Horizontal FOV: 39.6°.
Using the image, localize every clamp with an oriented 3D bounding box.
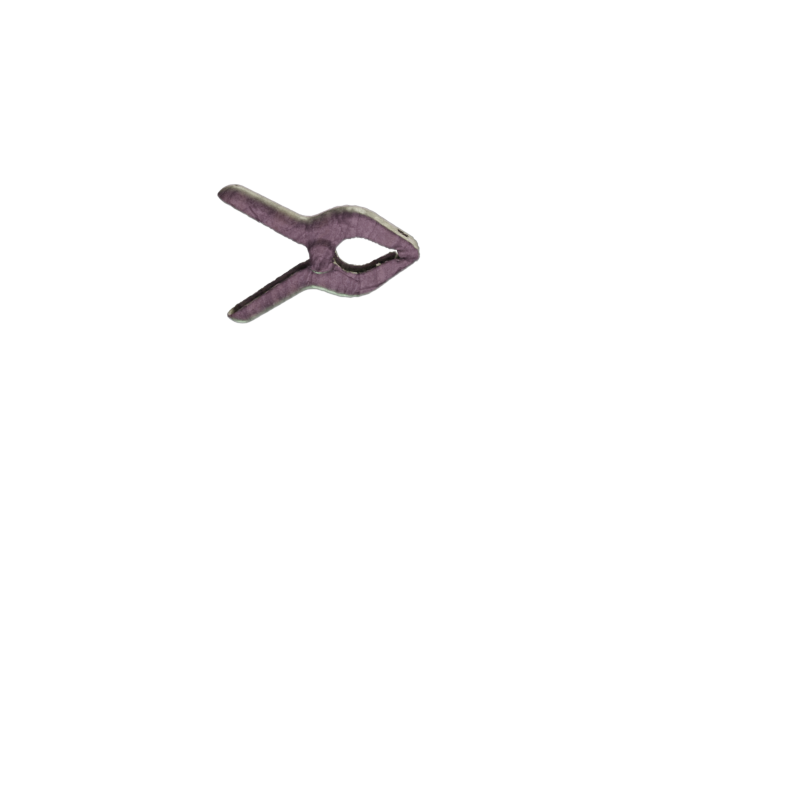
[{"bbox_3d":[-0.072,-0.132,0.922,0.172,0.113,0.041,-10,25,4],"label":"clamp"}]
